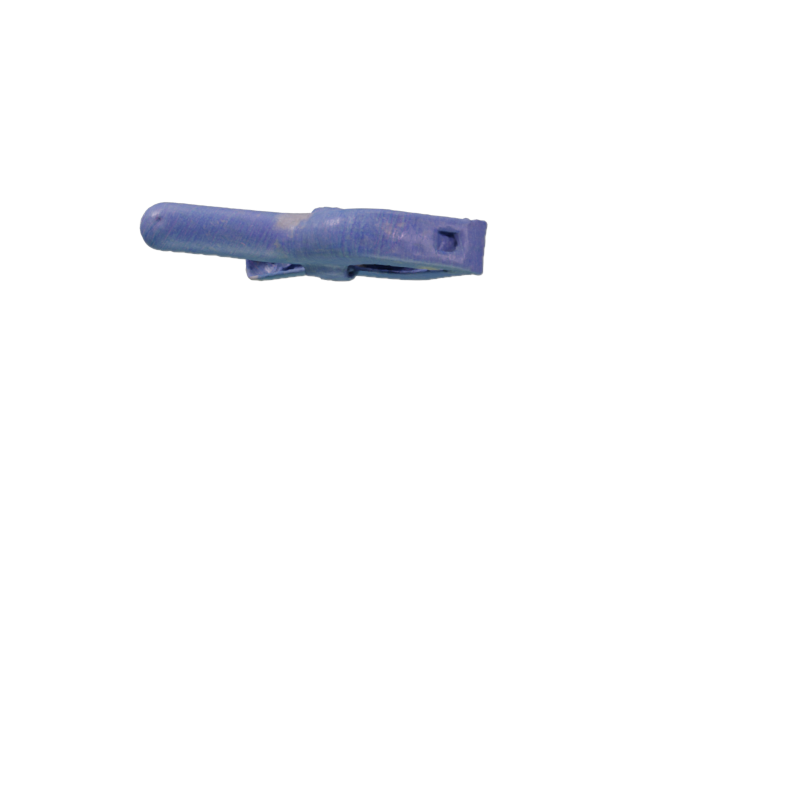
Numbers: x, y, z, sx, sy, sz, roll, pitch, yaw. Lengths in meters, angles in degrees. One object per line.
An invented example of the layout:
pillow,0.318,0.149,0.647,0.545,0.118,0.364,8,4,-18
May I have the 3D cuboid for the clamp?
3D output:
clamp,-0.044,-0.081,0.568,0.177,0.039,0.115,1,2,34
